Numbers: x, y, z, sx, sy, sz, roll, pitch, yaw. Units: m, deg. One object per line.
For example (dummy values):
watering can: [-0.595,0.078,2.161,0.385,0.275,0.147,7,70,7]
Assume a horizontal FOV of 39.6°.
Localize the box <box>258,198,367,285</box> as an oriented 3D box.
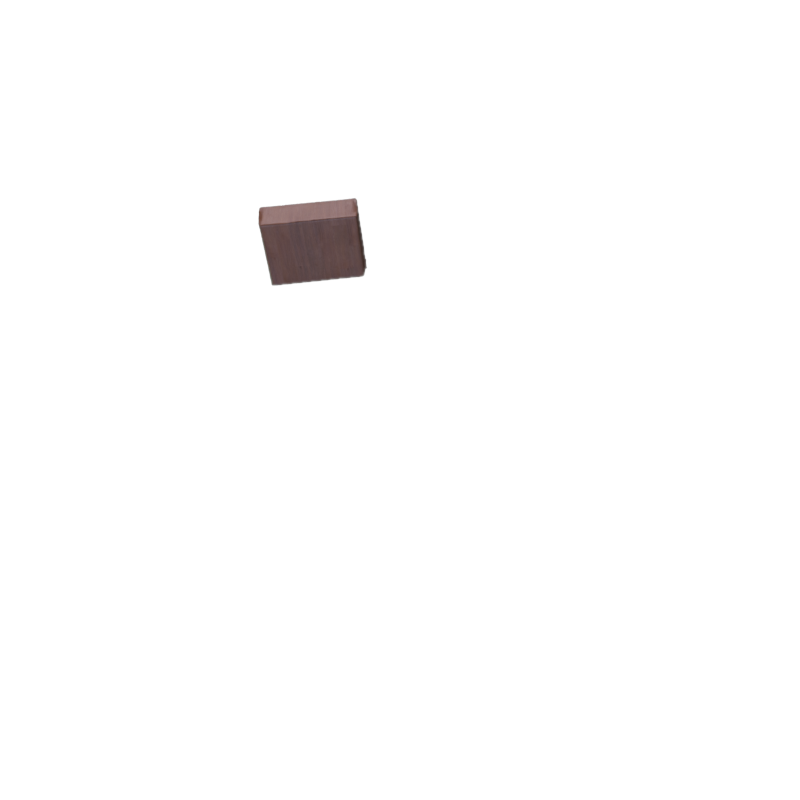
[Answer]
box: [-0.078,-0.143,0.999,0.090,0.068,0.032,-5,44,4]
